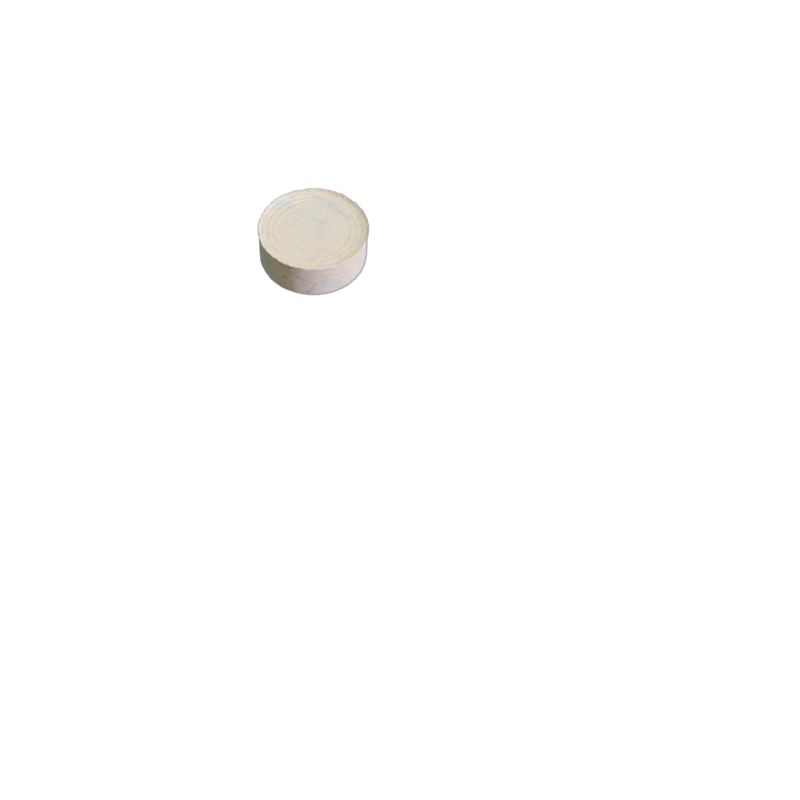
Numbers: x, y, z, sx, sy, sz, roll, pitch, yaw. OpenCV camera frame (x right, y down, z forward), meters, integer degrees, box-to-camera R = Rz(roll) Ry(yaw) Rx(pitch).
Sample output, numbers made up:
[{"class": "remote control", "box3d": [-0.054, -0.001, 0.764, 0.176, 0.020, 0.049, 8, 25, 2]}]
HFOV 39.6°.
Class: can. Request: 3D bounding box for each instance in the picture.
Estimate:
[{"class": "can", "box3d": [-0.067, -0.123, 0.860, 0.086, 0.092, 0.031, -1, -39, -1]}]
